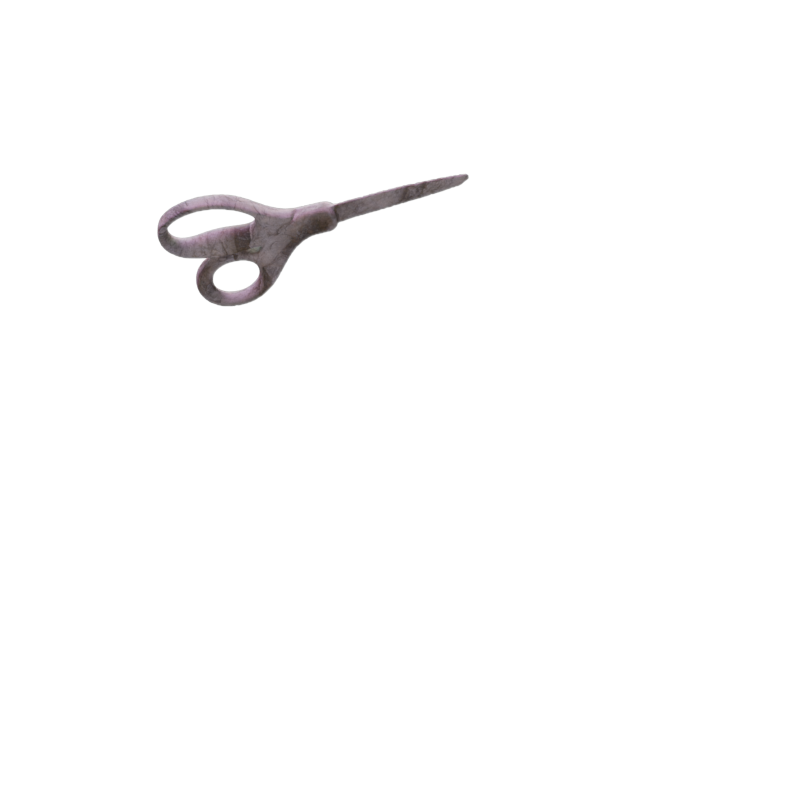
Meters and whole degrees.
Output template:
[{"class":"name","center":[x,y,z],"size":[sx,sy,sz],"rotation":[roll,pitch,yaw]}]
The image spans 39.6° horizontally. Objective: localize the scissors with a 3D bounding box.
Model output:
[{"class":"scissors","center":[-0.057,-0.104,0.728],"size":[0.202,0.089,0.017],"rotation":[-2,42,2]}]
